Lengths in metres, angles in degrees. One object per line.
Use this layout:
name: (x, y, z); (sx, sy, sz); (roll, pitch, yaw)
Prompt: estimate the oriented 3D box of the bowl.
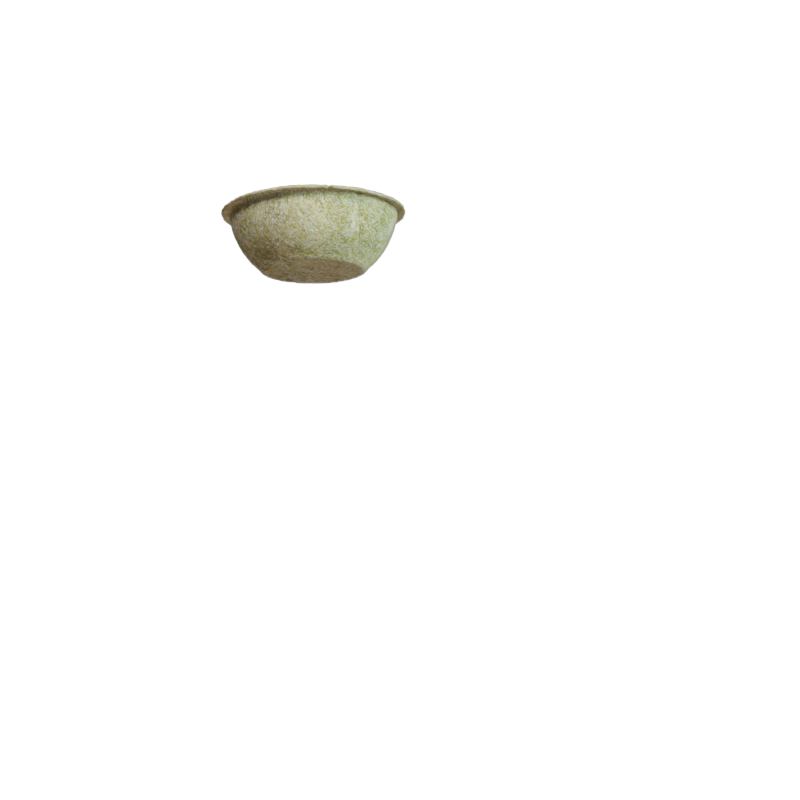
bowl: (-0.076, -0.138, 0.970); (0.162, 0.057, 0.158); (0, -9, -2)
